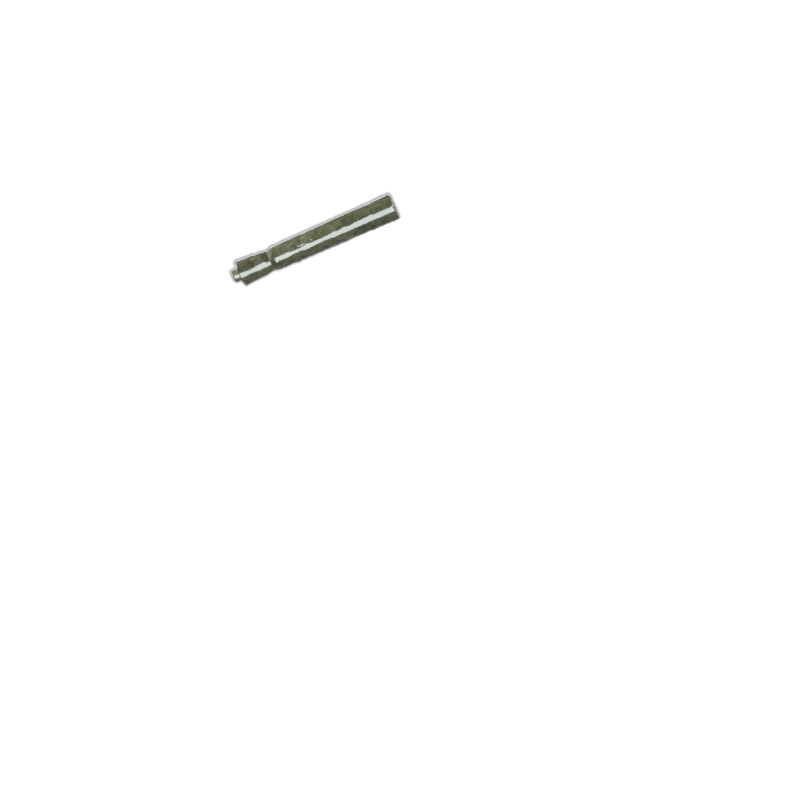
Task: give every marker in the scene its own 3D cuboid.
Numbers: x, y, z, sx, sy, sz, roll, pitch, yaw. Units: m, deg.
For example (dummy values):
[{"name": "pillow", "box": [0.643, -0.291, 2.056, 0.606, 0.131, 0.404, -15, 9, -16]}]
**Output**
[{"name": "marker", "box": [-0.059, -0.108, 0.753, 0.121, 0.020, 0.020, -23, 1, 7]}]
